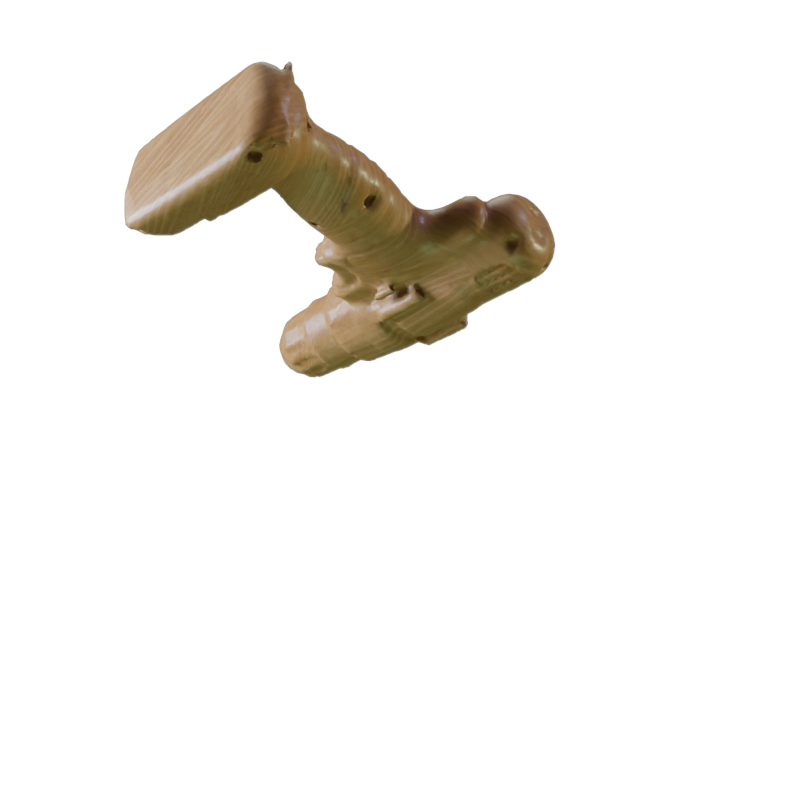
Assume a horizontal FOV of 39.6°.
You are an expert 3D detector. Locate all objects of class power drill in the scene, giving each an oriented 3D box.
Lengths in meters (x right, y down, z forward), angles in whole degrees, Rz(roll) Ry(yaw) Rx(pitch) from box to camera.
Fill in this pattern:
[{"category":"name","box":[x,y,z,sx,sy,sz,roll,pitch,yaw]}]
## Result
[{"category":"power drill","box":[-0.044,-0.081,0.568,0.184,0.061,0.176,-27,-40,37]}]
